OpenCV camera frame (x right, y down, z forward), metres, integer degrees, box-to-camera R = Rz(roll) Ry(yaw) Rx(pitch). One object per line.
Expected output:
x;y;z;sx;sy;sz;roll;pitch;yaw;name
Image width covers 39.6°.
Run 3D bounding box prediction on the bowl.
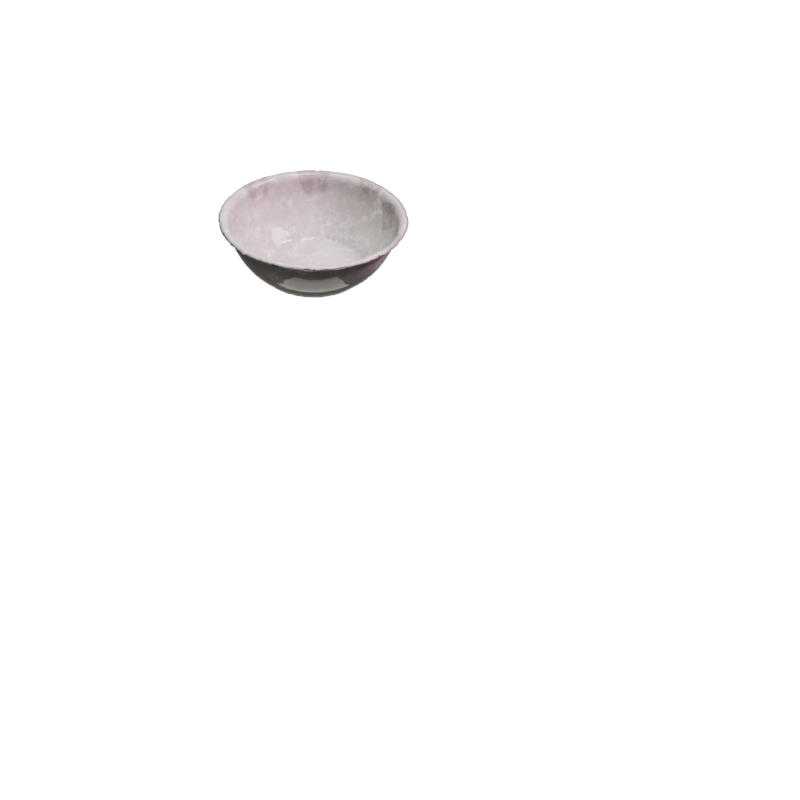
-0.075;-0.137;0.957;0.162;0.051;0.173;-1;38;-2;bowl
